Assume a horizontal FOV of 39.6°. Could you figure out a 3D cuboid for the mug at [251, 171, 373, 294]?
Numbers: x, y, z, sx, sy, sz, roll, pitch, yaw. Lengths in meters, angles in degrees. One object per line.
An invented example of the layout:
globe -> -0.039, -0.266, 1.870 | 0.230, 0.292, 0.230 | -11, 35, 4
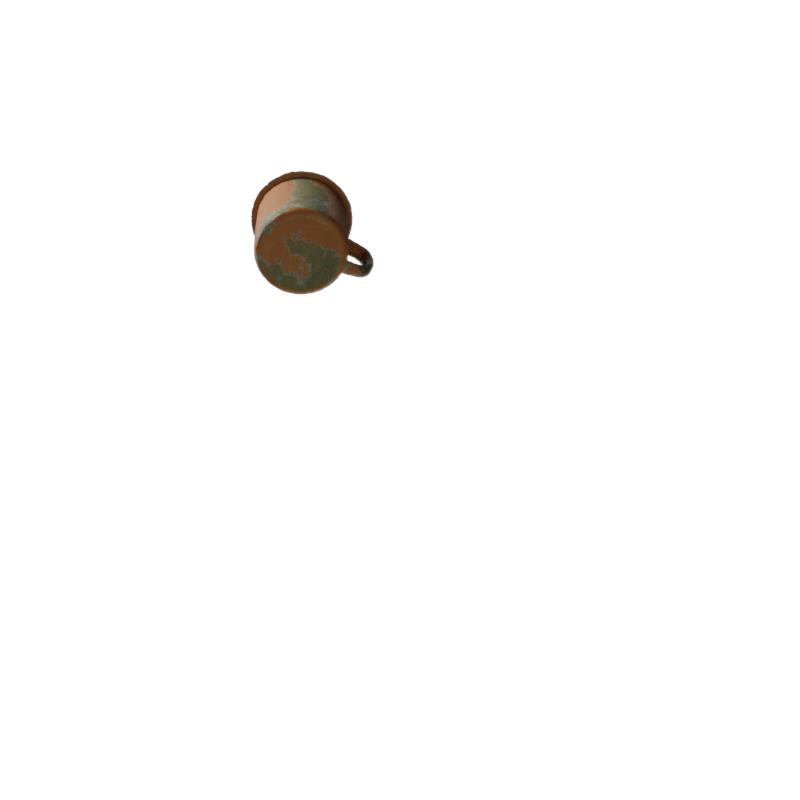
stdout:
mug -> -0.077, -0.140, 0.981 | 0.114, 0.091, 0.086 | 27, 23, -14
